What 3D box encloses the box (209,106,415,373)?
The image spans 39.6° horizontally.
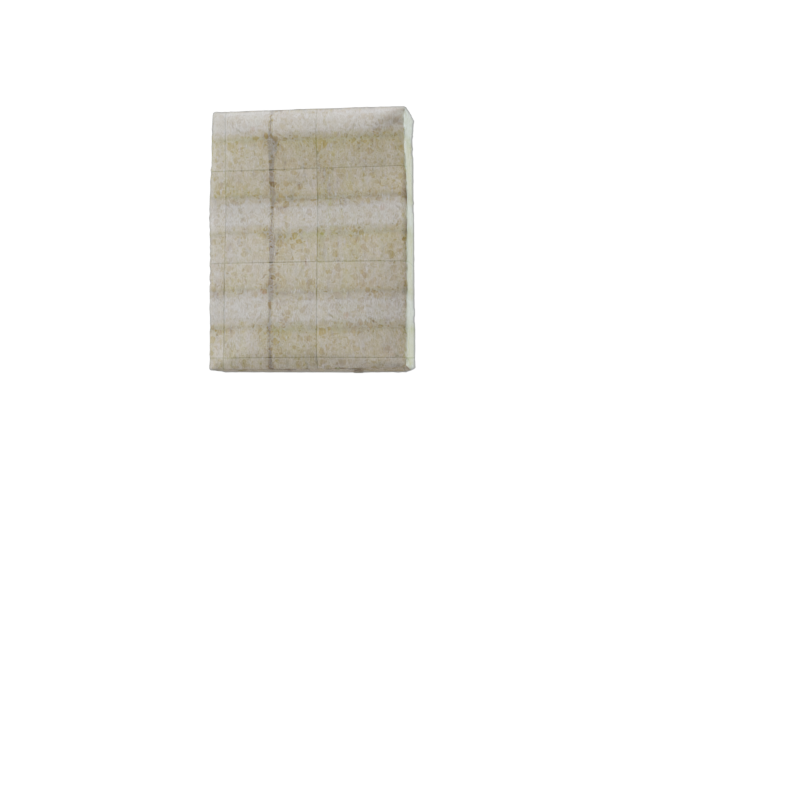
[{"bbox_3d":[-0.071,-0.130,0.913,0.166,0.216,0.070,-1,-4,8],"label":"box"}]
